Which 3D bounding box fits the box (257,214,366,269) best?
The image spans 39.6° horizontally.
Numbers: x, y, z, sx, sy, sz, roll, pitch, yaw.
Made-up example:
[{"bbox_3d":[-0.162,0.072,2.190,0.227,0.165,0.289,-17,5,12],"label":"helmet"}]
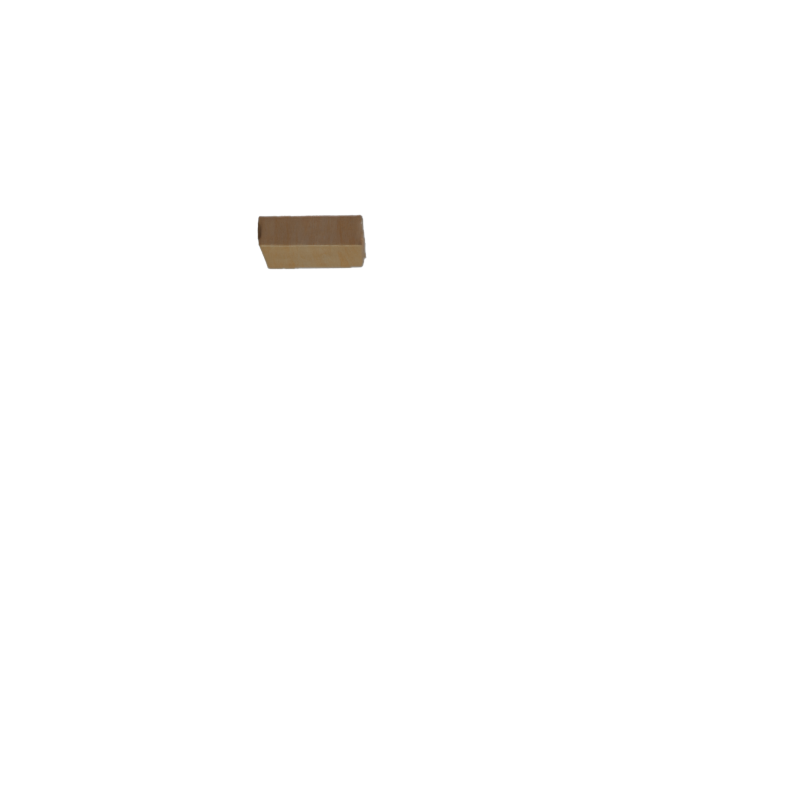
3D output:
[{"bbox_3d":[-0.075,-0.136,0.956,0.090,0.031,0.071,-1,-10,2],"label":"box"}]
